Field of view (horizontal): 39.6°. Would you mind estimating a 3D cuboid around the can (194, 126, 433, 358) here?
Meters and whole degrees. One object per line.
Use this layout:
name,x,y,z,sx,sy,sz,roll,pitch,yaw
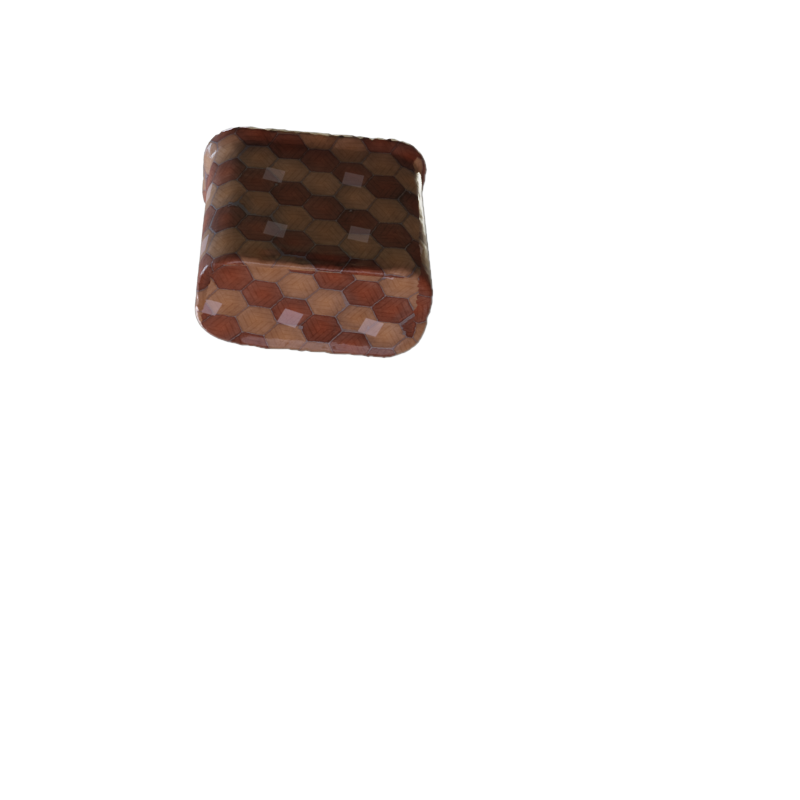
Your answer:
can,-0.038,-0.069,0.481,0.101,0.090,0.054,4,-44,-6
